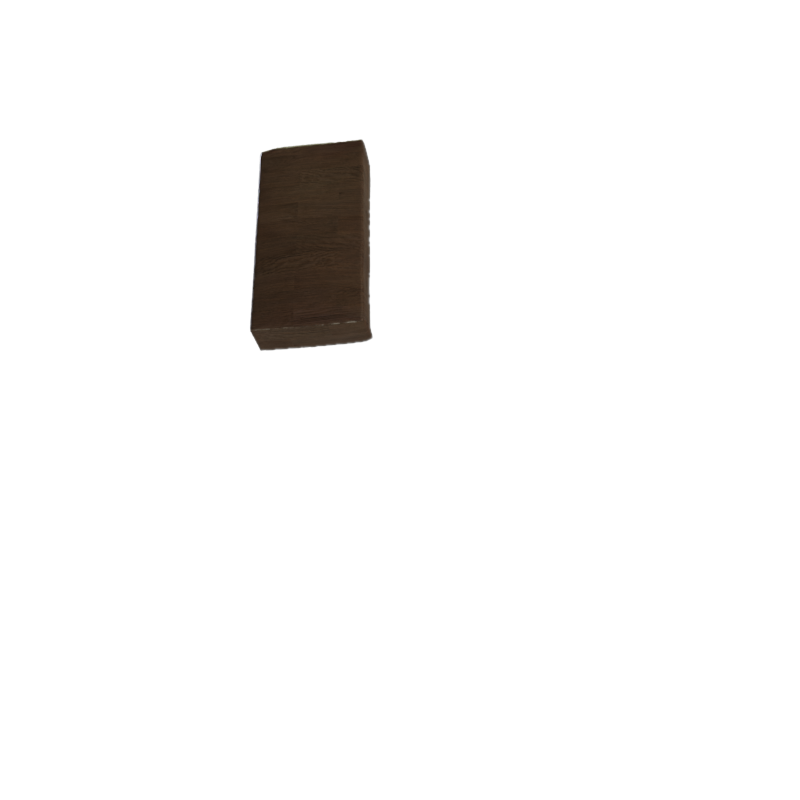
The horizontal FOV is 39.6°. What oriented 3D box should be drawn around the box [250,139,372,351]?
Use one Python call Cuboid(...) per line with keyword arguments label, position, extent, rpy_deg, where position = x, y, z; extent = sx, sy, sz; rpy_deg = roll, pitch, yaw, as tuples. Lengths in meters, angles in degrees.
Cuboid(label="box", position=(-0.072, -0.130, 0.912), extent=(0.094, 0.187, 0.045), rpy_deg=(-6, -28, 8))
